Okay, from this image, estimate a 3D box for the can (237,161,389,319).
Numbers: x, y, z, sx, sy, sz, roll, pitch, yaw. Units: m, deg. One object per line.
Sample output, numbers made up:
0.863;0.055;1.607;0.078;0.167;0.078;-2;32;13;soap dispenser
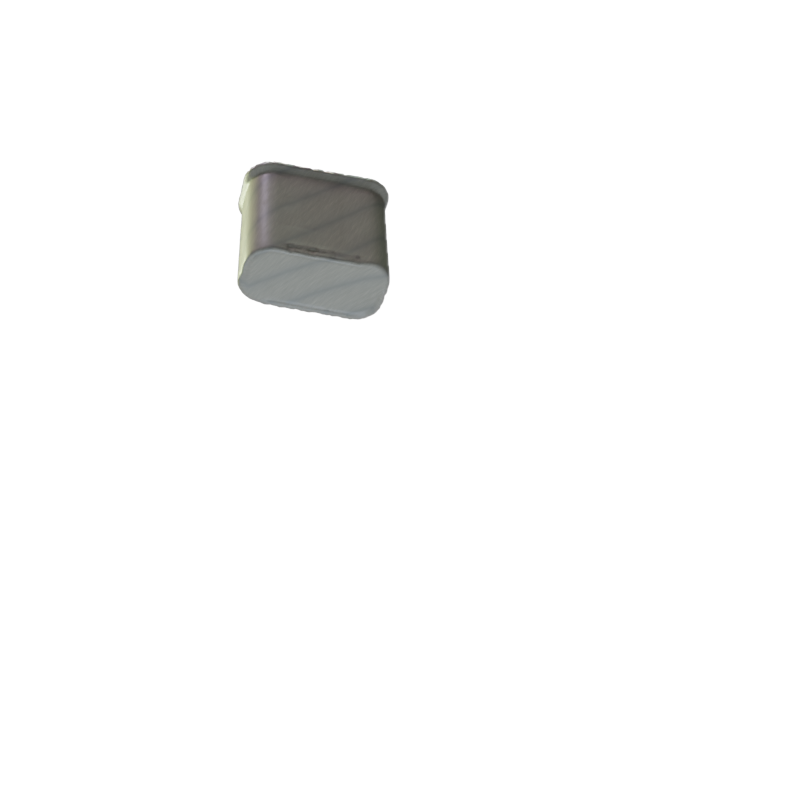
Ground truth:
-0.058;-0.106;0.741;0.100;0.090;0.054;8;-44;-11;can
